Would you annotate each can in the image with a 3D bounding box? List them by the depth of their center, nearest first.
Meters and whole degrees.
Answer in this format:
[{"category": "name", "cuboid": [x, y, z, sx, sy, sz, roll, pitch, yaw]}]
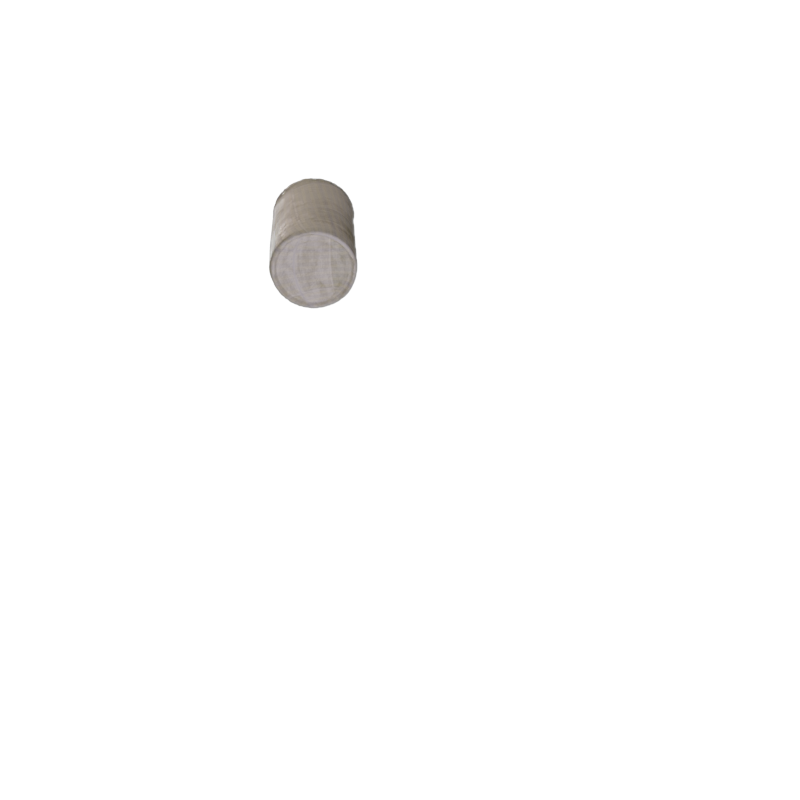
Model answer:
[{"category": "can", "cuboid": [-0.069, -0.126, 0.880, 0.068, 0.065, 0.109, 0, 31, -3]}]
